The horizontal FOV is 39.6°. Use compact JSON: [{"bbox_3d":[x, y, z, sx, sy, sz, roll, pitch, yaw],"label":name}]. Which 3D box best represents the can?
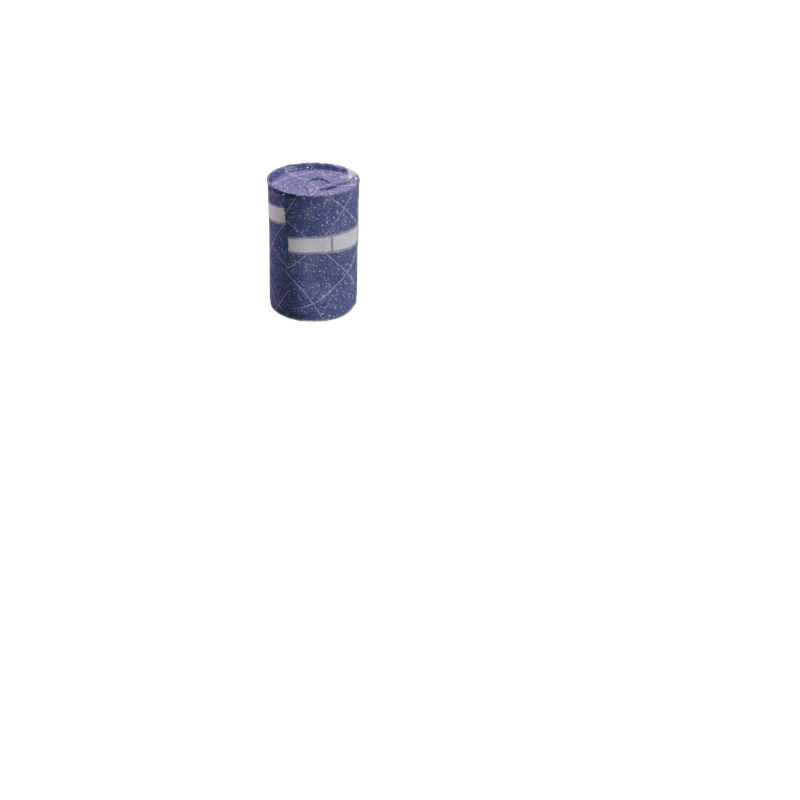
[{"bbox_3d":[-0.065,-0.118,0.827,0.068,0.097,0.072,0,27,-2],"label":"can"}]
